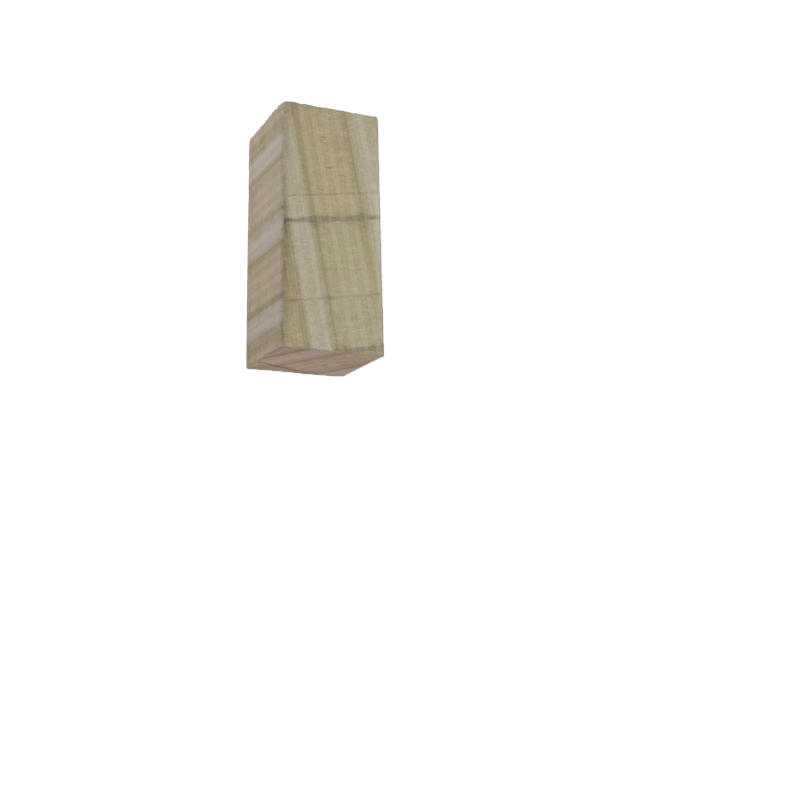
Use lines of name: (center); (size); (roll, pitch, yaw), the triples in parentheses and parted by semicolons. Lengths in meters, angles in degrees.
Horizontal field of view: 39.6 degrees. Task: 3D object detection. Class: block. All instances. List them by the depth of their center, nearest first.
block: (-0.073, -0.132, 0.926); (0.087, 0.215, 0.090); (6, -18, -23)
